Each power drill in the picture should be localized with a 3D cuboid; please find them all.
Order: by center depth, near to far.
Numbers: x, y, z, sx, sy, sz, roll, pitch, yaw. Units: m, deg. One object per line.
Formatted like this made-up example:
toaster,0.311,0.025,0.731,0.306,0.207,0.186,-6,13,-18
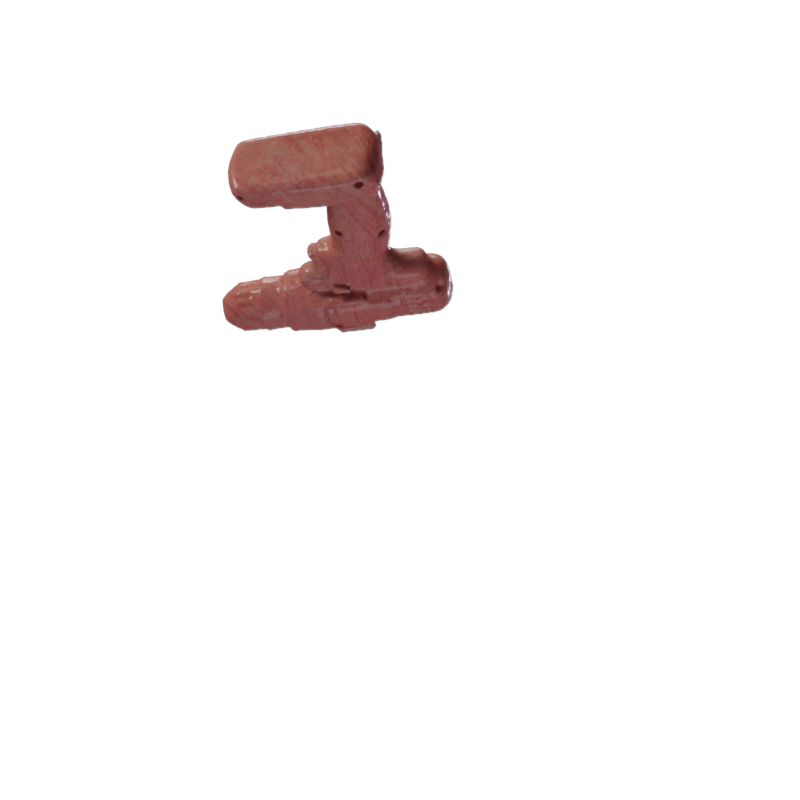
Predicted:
power drill,-0.064,-0.117,0.822,0.186,0.061,0.173,-7,-33,11
